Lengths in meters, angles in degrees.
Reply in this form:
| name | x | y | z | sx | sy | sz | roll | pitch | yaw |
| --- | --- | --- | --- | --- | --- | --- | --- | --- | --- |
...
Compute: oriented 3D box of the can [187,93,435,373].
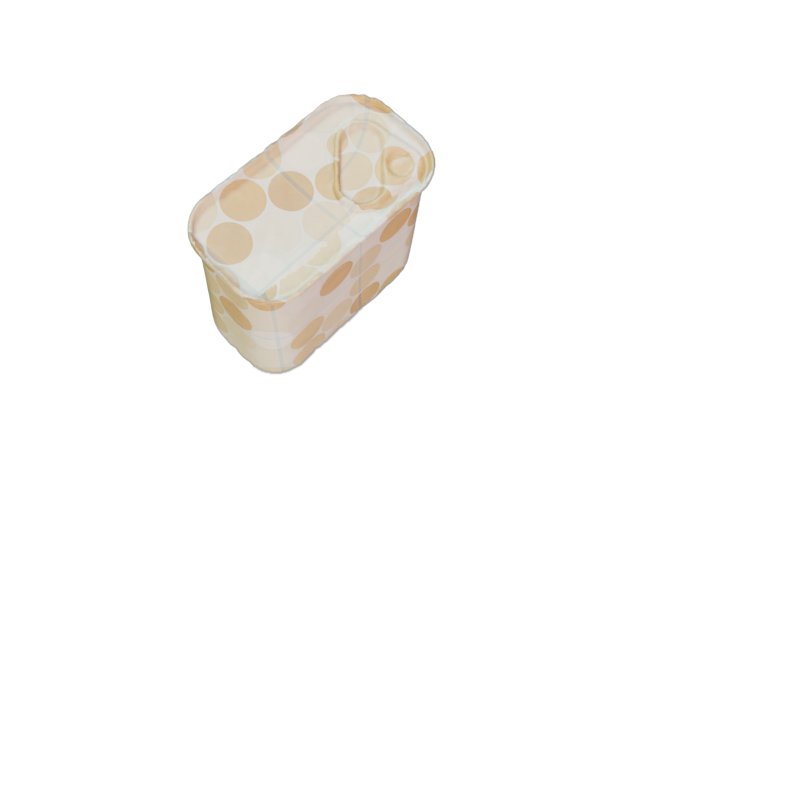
| name | x | y | z | sx | sy | sz | roll | pitch | yaw |
| --- | --- | --- | --- | --- | --- | --- | --- | --- | --- |
| can | -0.037 | -0.068 | 0.472 | 0.103 | 0.060 | 0.079 | -43 | -15 | -18 |
